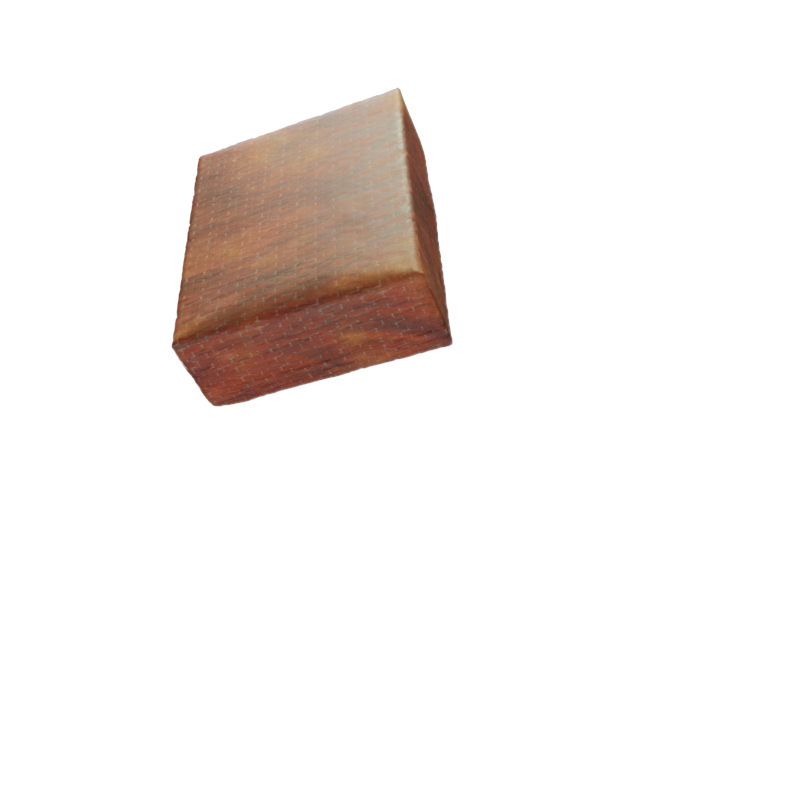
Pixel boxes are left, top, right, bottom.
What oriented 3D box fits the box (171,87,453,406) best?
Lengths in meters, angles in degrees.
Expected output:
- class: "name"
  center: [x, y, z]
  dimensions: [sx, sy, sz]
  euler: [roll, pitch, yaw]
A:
- class: "box"
  center: [-0.059, -0.108, 0.757]
  dimensions: [0.165, 0.066, 0.229]
  euler: [-16, 41, 12]
